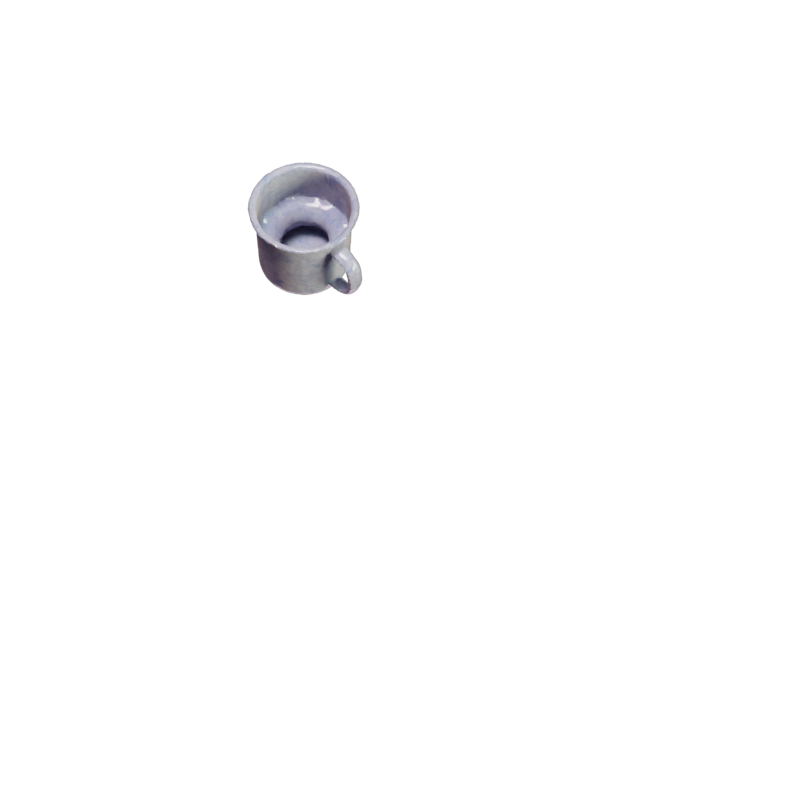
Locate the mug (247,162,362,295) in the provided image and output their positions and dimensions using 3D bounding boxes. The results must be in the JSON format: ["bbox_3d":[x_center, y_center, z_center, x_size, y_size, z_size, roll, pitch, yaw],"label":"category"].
[{"bbox_3d":[-0.075,-0.136,0.952,0.094,0.124,0.076,-39,-23,-21],"label":"mug"}]
